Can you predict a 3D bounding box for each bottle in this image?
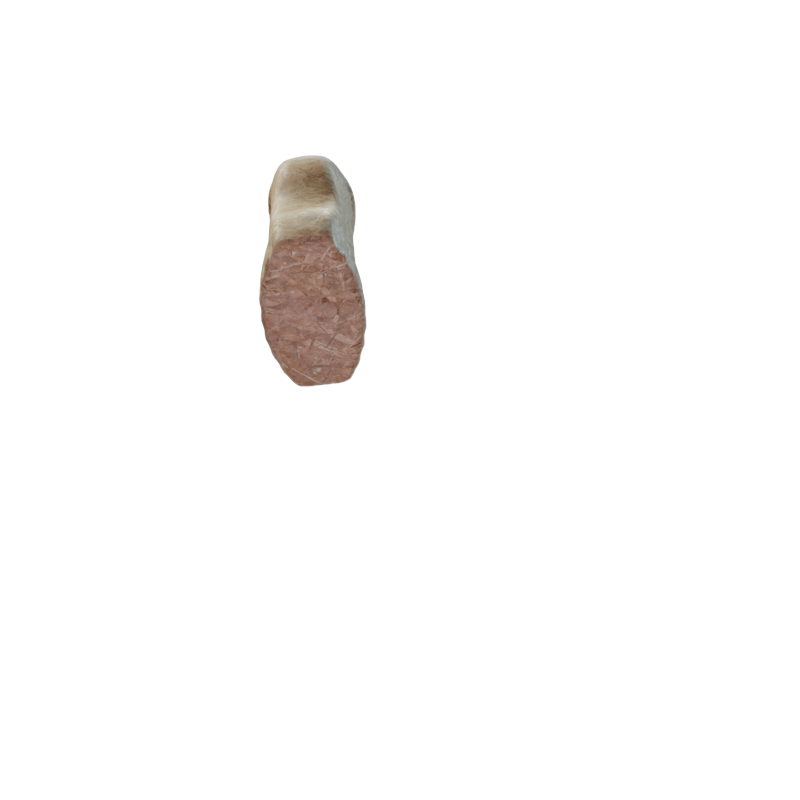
[{"bbox_3d":[-0.054,-0.098,0.686,0.058,0.090,0.204,-9,31,1],"label":"bottle"}]
